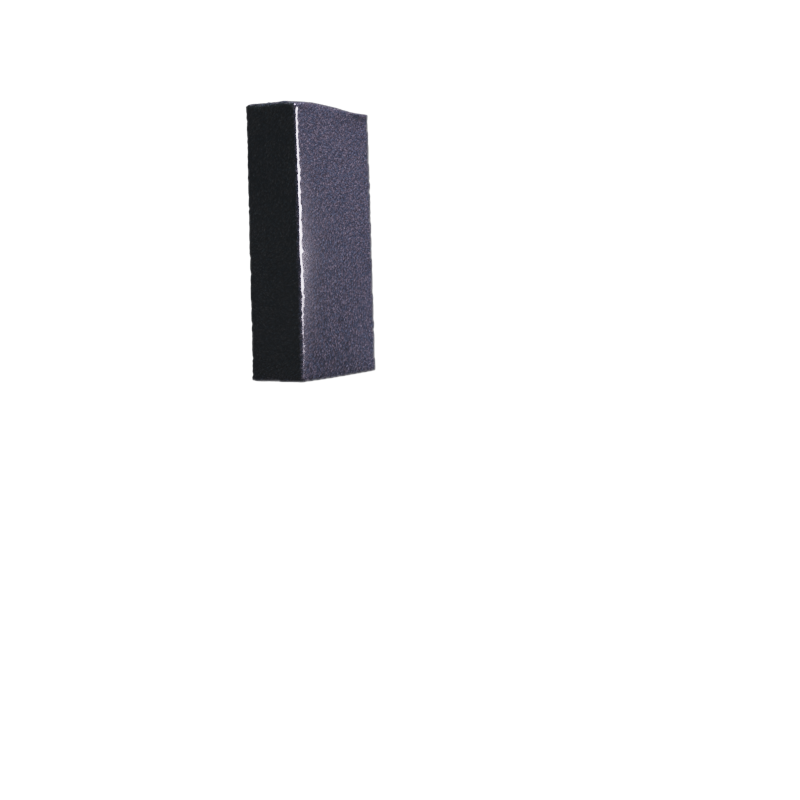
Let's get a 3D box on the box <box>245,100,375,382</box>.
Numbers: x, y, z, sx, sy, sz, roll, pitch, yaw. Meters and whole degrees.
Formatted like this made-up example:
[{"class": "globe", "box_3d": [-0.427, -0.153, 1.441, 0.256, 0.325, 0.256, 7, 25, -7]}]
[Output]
[{"class": "box", "box_3d": [-0.057, -0.104, 0.728, 0.050, 0.176, 0.090, 0, 2, 31]}]
